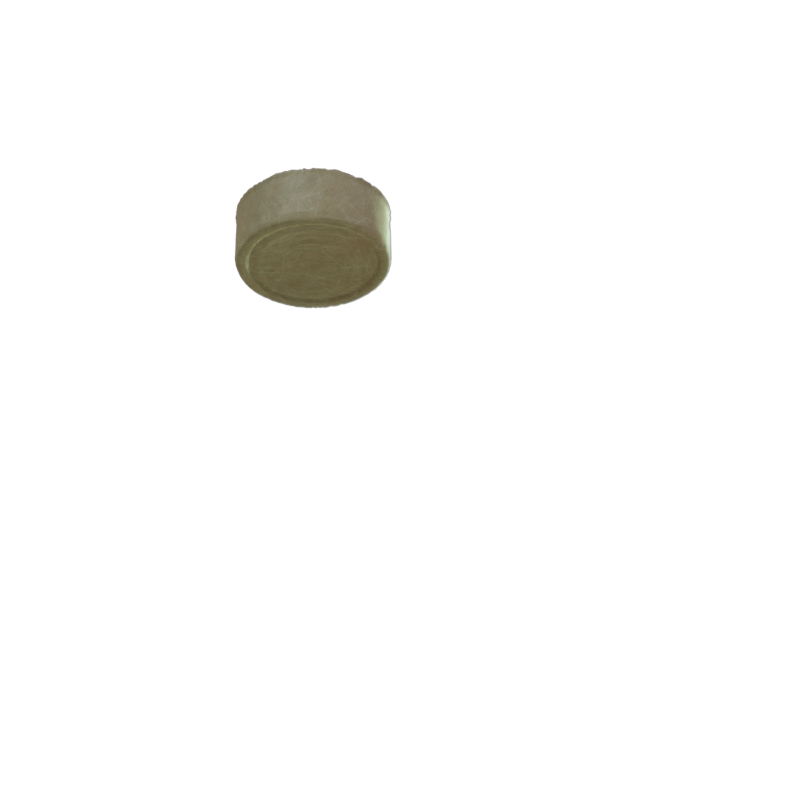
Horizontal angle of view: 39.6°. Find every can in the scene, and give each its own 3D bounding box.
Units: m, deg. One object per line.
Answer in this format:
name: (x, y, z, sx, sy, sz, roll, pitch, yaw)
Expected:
can: (-0.047, -0.086, 0.602, 0.086, 0.036, 0.080, 1, -32, -2)
